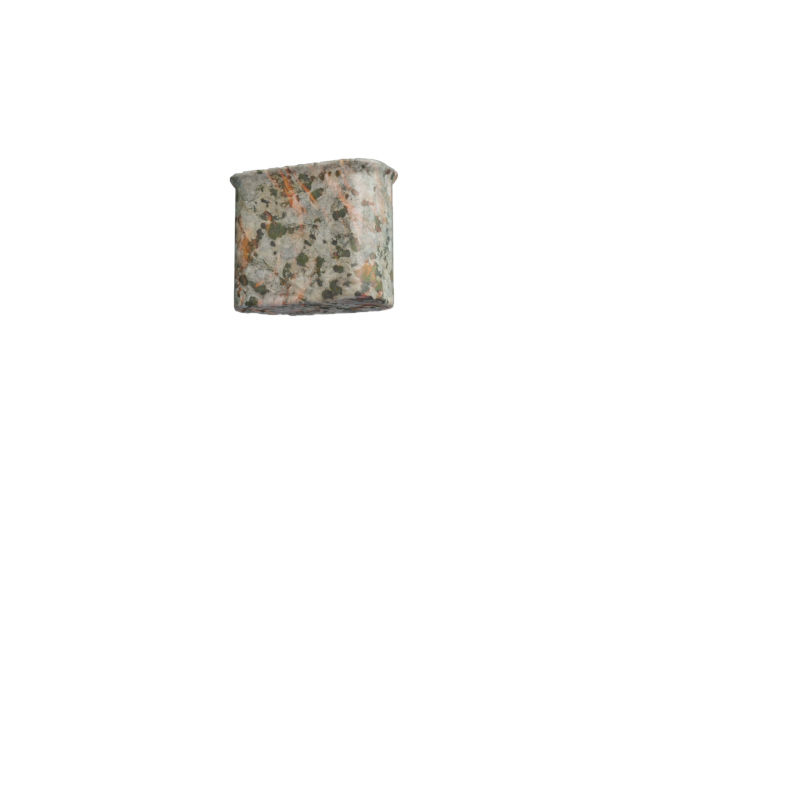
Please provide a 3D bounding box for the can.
[{"bbox_3d":[-0.053,-0.097,0.676,0.104,0.086,0.055,-3,-9,23],"label":"can"}]
